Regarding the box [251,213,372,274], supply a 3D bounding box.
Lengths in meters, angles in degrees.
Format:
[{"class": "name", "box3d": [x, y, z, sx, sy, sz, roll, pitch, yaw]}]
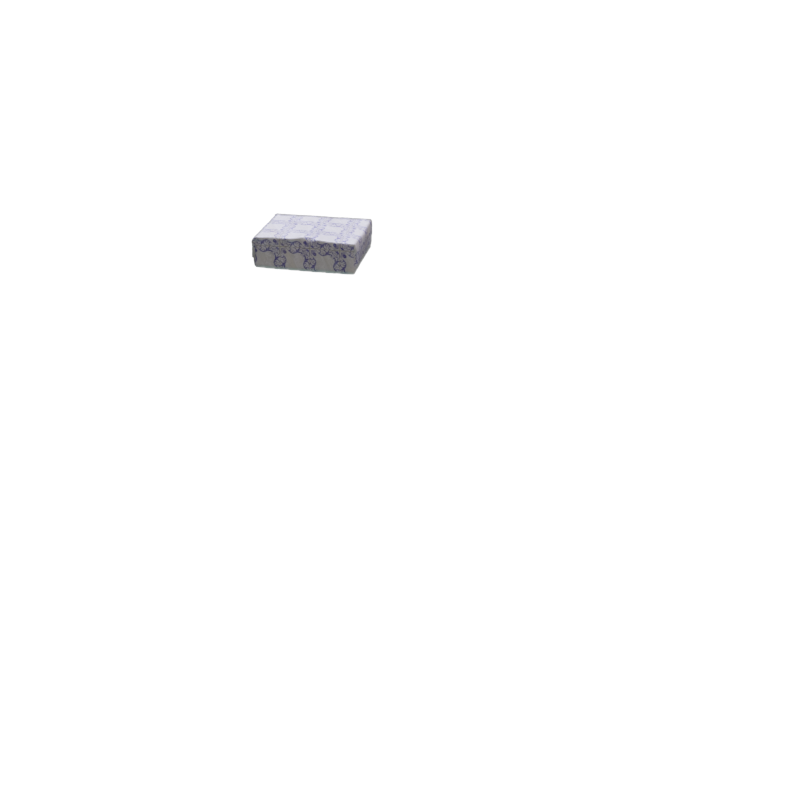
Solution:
[{"class": "box", "box3d": [-0.074, -0.135, 0.944, 0.091, 0.029, 0.075, 5, 24, 11]}]
